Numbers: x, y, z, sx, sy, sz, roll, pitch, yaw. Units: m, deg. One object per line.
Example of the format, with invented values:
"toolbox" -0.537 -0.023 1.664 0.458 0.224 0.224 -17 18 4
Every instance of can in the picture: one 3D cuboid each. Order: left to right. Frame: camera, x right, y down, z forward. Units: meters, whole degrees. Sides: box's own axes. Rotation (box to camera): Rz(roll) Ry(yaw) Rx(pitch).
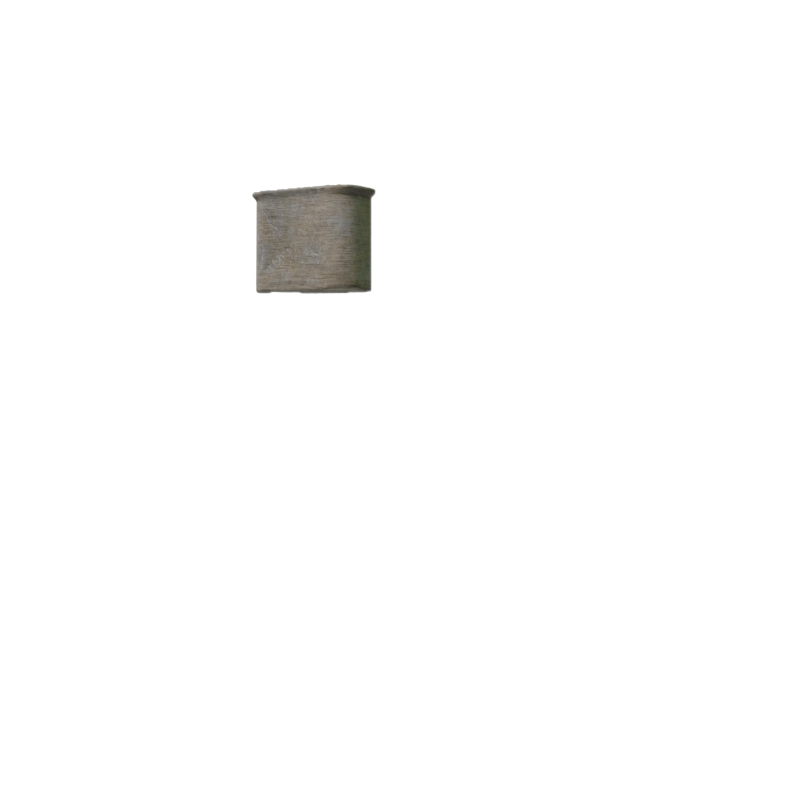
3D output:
"can" -0.072 -0.130 0.912 0.105 0.085 0.055 0 -2 31
